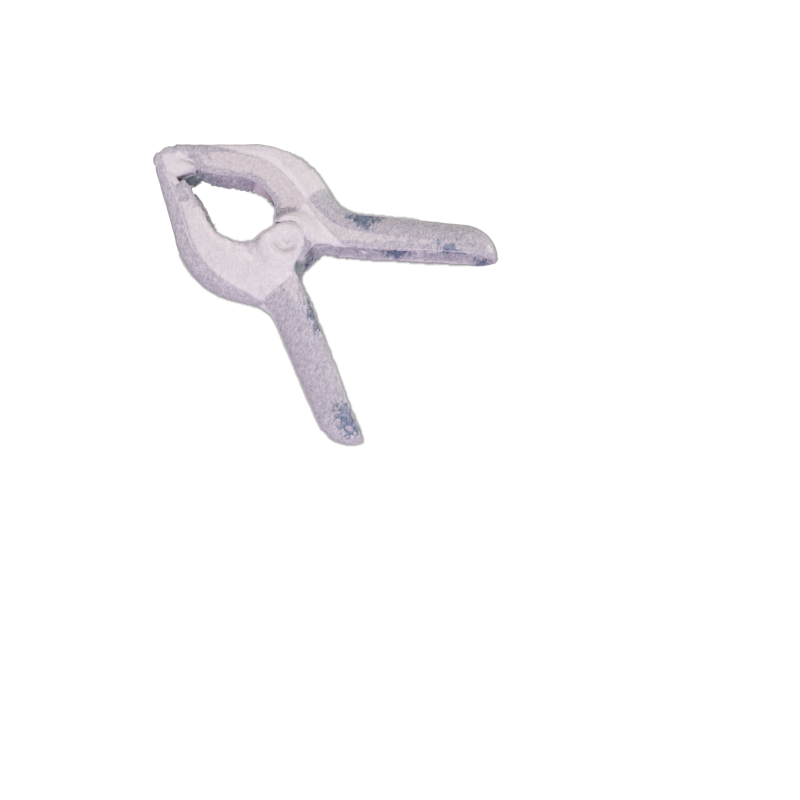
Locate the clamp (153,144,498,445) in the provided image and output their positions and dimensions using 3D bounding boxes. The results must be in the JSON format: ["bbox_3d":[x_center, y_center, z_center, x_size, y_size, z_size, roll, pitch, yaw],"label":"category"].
[{"bbox_3d":[-0.042,-0.077,0.539,0.121,0.177,0.038,-43,-13,-12],"label":"clamp"}]
